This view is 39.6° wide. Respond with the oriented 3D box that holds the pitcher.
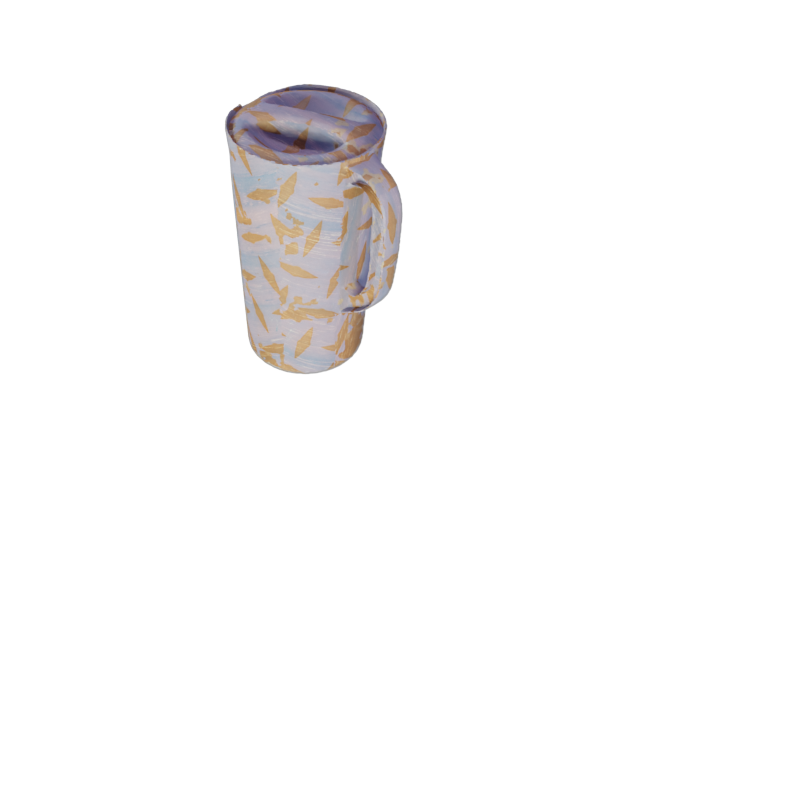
[{"bbox_3d":[-0.076,-0.138,0.966,0.145,0.227,0.160,2,40,-1],"label":"pitcher"}]
